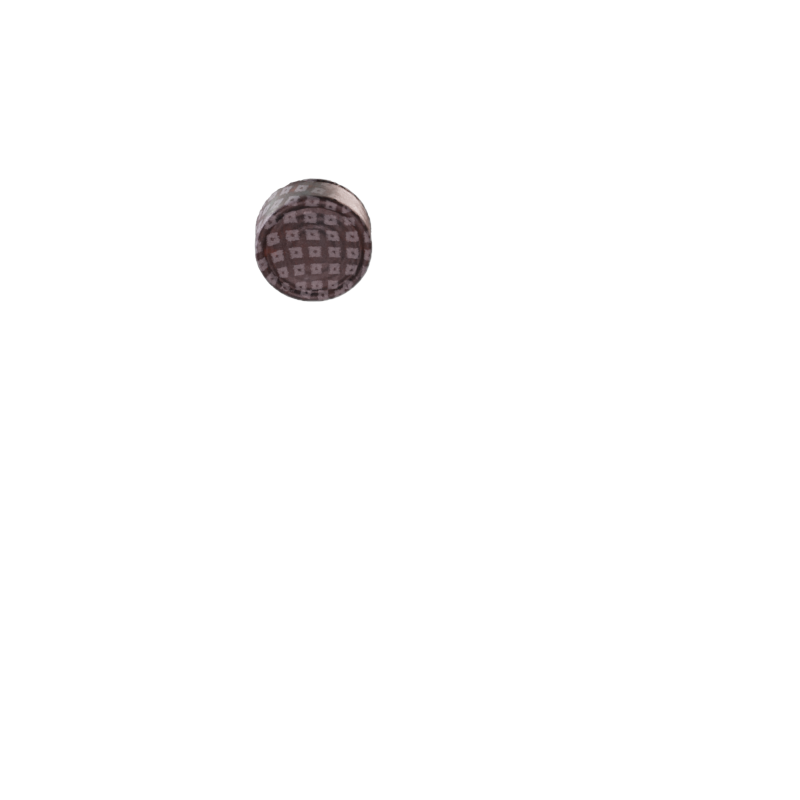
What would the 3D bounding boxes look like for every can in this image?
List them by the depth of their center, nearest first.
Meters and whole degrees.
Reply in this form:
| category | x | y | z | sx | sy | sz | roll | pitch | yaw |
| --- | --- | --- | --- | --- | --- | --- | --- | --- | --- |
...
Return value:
| category | x | y | z | sx | sy | sz | roll | pitch | yaw |
| --- | --- | --- | --- | --- | --- | --- | --- | --- | --- |
| can | -0.063 | -0.115 | 0.803 | 0.086 | 0.081 | 0.036 | 1 | 29 | -1 |
